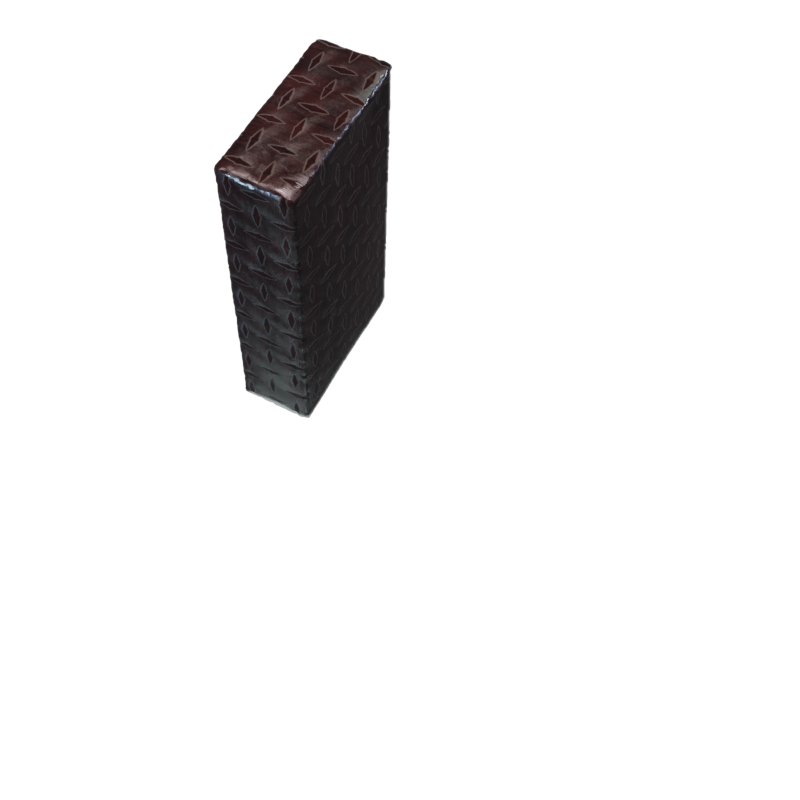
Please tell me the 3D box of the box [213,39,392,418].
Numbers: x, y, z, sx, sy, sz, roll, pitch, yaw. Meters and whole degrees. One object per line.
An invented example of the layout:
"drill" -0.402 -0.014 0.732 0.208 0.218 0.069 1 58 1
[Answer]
"box" -0.042 -0.077 0.538 0.049 0.097 0.165 24 -30 11
